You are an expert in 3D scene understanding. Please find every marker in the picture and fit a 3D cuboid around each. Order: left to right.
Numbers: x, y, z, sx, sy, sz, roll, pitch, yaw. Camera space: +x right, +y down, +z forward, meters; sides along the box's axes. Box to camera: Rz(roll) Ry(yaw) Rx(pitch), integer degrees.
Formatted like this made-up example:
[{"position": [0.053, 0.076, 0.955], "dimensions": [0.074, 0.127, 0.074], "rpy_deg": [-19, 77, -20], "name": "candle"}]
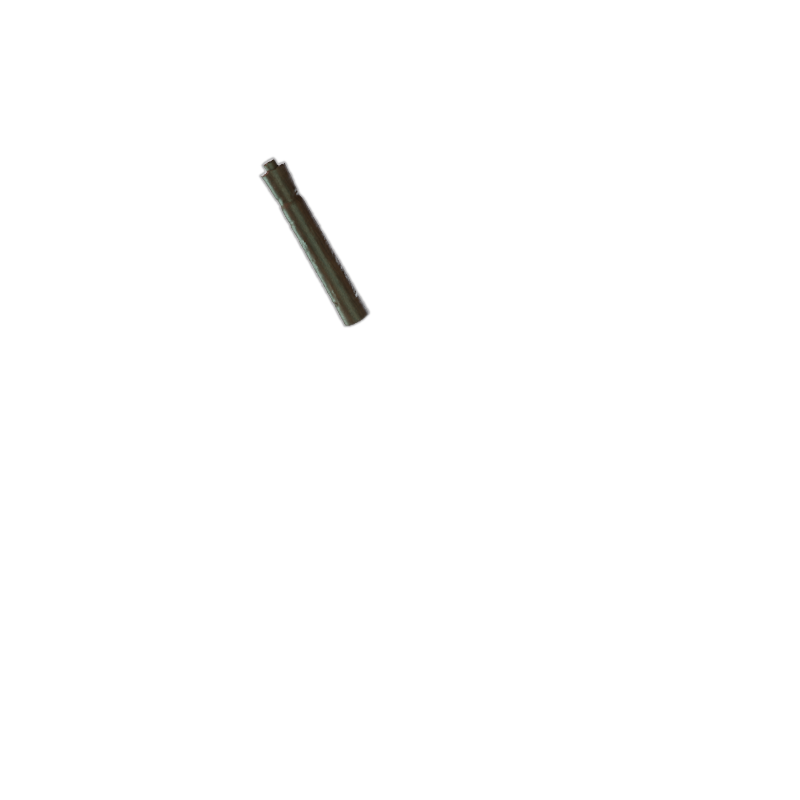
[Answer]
[{"position": [-0.057, -0.104, 0.730], "dimensions": [0.020, 0.119, 0.020], "rpy_deg": [-29, 7, 4], "name": "marker"}]
